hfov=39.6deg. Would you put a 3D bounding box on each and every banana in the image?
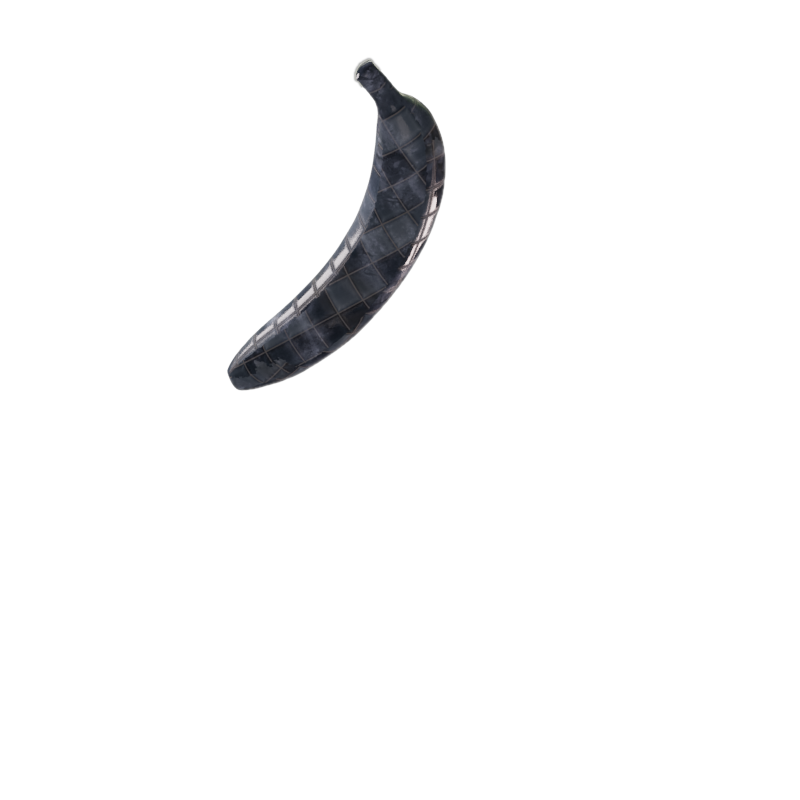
[{"bbox_3d":[-0.025,-0.078,0.562,0.068,0.190,0.039,20,29,-13],"label":"banana"}]
